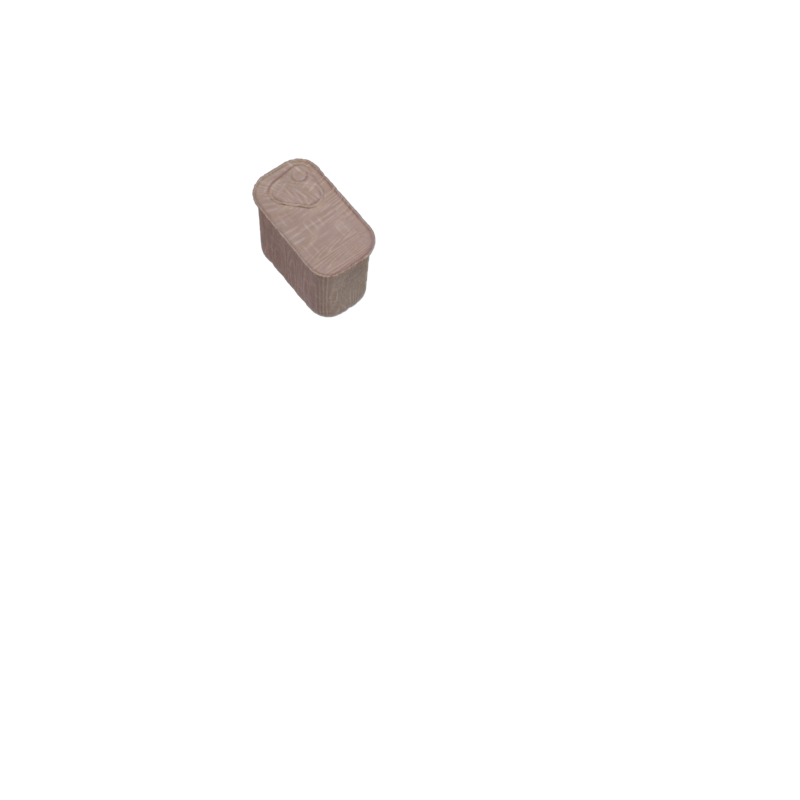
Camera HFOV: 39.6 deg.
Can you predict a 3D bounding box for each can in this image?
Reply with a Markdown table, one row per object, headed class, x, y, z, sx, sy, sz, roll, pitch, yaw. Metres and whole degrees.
| class | x | y | z | sx | sy | sz | roll | pitch | yaw |
| --- | --- | --- | --- | --- | --- | --- | --- | --- | --- |
| can | -0.067 | -0.122 | 0.856 | 0.058 | 0.107 | 0.079 | -34 | -19 | -16 |
